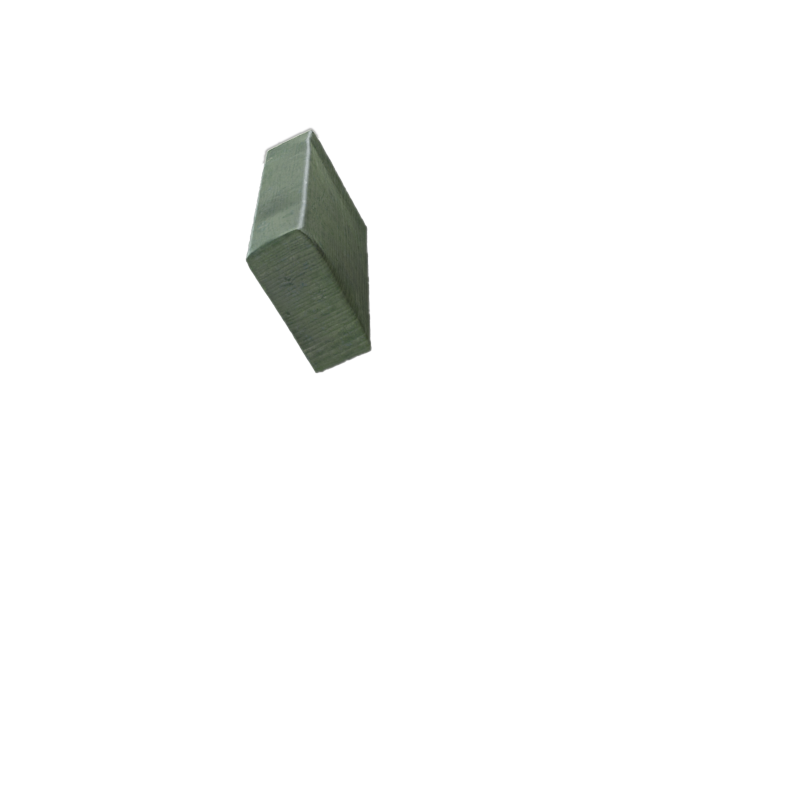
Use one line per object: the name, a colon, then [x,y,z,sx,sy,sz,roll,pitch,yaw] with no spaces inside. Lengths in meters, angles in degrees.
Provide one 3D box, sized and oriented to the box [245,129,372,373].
box: [-0.058,-0.105,0.739,0.048,0.088,0.187,-25,28,10]
